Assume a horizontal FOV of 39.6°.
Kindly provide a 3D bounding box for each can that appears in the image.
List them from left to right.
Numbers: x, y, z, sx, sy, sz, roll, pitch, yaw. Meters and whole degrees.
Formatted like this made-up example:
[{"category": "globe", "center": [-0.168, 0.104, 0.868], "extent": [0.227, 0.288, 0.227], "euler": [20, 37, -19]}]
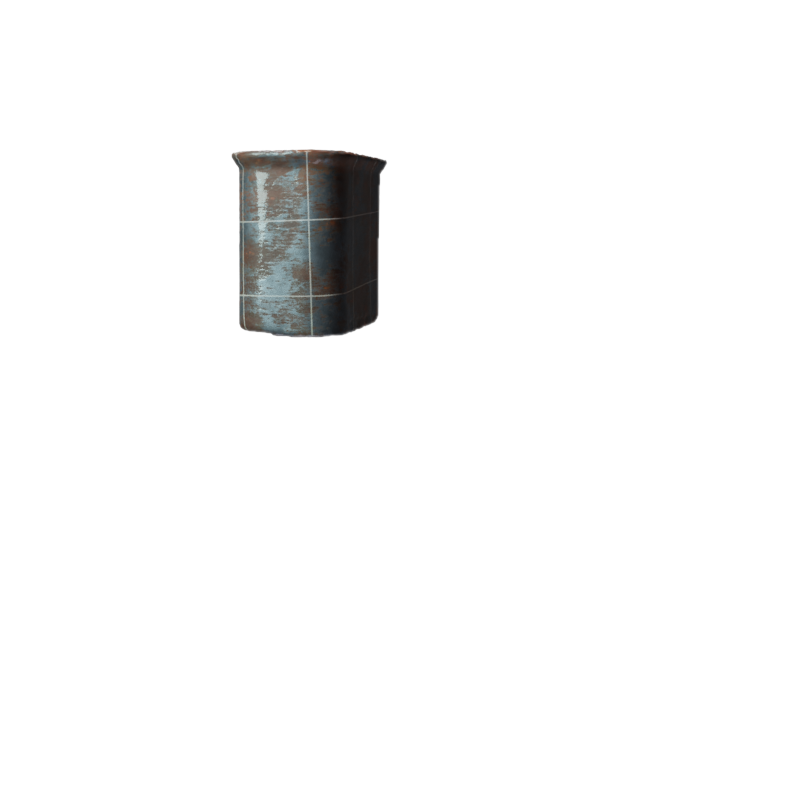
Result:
[{"category": "can", "center": [-0.042, -0.077, 0.541], "extent": [0.059, 0.083, 0.101], "euler": [1, 6, 14]}]
